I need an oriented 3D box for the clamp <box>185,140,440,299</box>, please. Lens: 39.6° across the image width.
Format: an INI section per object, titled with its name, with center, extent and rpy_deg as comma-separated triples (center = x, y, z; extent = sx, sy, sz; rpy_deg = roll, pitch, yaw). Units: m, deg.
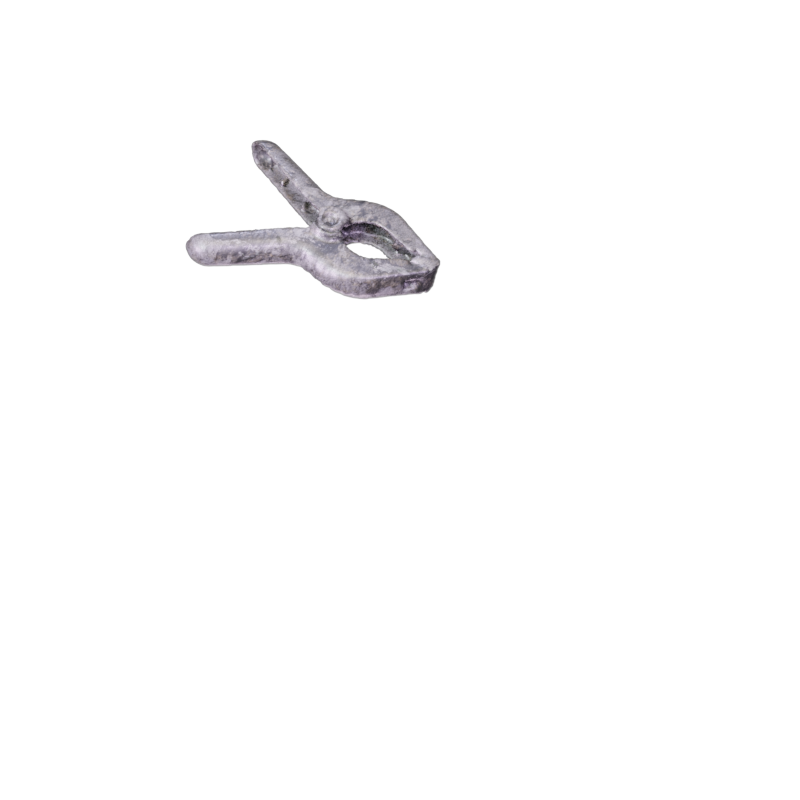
[clamp]
center = -0.061, -0.111, 0.776
extent = 0.178, 0.124, 0.037
rpy_deg = 27, -29, 16
